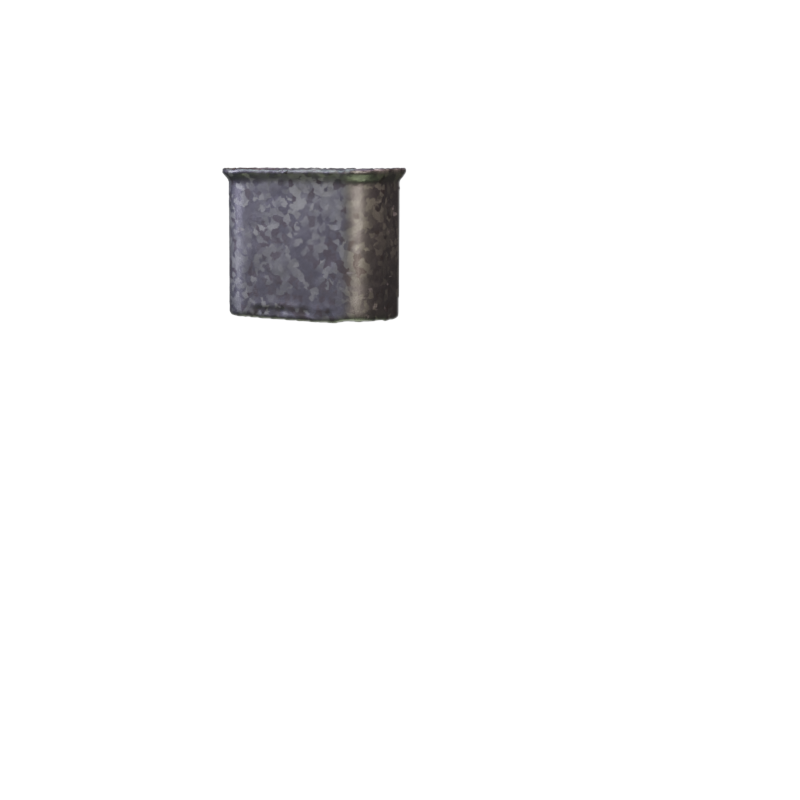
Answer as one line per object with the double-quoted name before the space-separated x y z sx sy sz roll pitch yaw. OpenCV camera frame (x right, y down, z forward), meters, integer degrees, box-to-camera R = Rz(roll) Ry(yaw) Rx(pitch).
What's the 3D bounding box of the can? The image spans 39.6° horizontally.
"can" -0.049 -0.089 0.626 0.105 0.083 0.056 5 9 26
